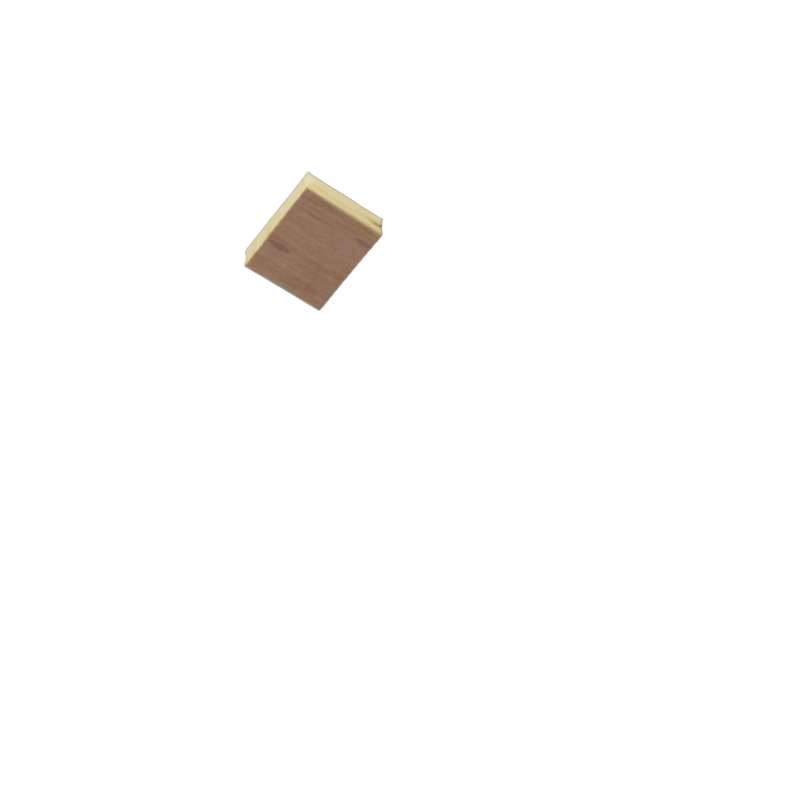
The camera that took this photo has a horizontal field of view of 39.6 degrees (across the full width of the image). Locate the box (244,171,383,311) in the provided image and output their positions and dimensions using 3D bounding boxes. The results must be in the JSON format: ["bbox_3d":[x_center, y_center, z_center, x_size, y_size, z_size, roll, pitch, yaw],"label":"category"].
[{"bbox_3d":[-0.068,-0.124,0.865,0.070,0.087,0.032,32,26,-19],"label":"box"}]
